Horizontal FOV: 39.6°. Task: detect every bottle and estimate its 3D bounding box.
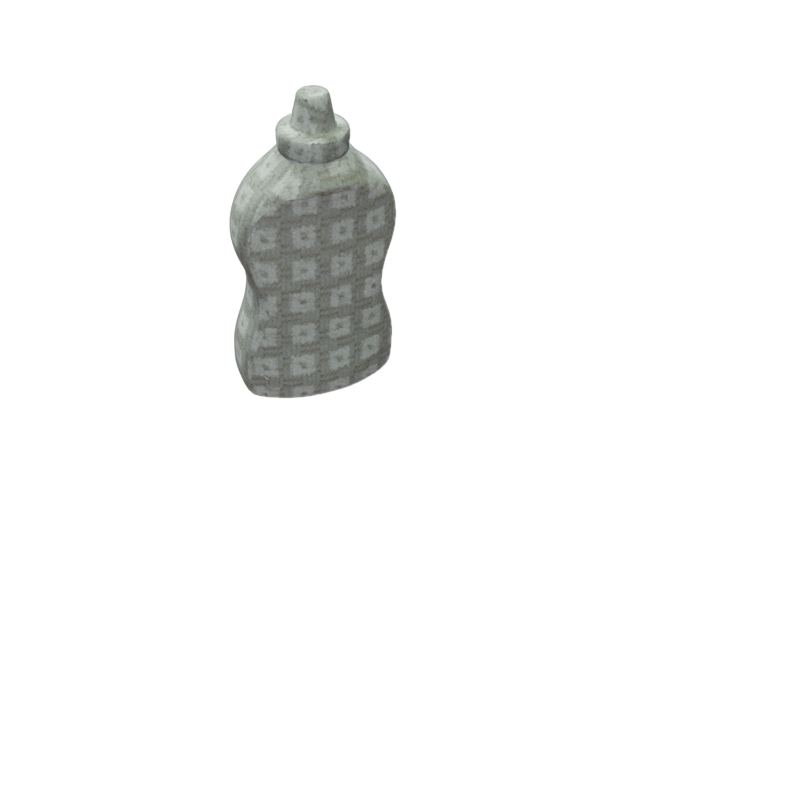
[{"bbox_3d":[-0.051,-0.092,0.644,0.095,0.179,0.063,-11,39,-17],"label":"bottle"}]
